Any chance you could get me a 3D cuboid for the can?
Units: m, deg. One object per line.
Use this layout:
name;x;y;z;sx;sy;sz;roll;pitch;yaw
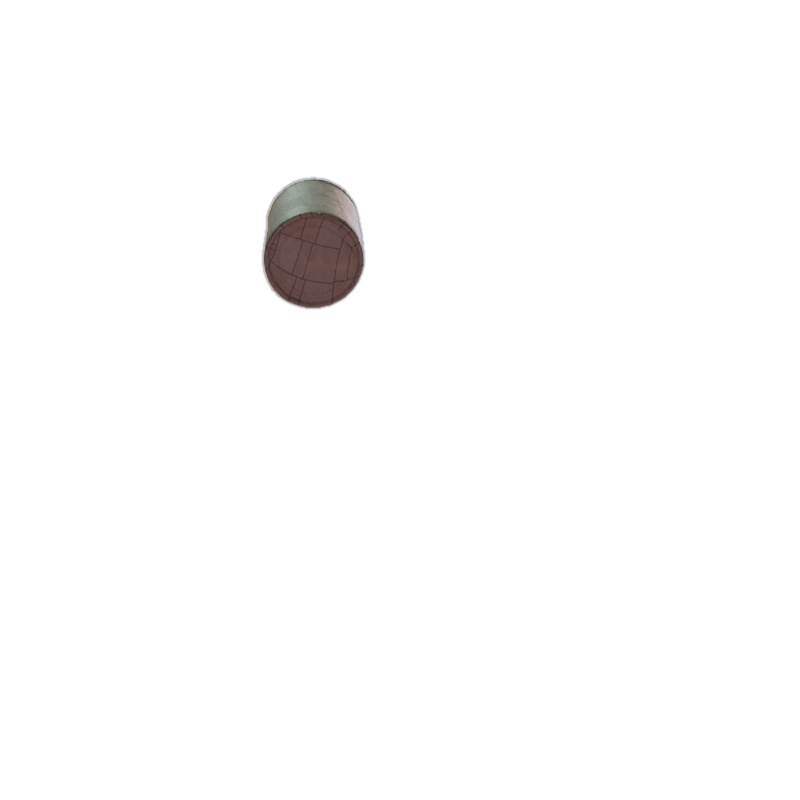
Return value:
can;-0.060;-0.110;0.768;0.068;0.066;0.107;0;21;-3
